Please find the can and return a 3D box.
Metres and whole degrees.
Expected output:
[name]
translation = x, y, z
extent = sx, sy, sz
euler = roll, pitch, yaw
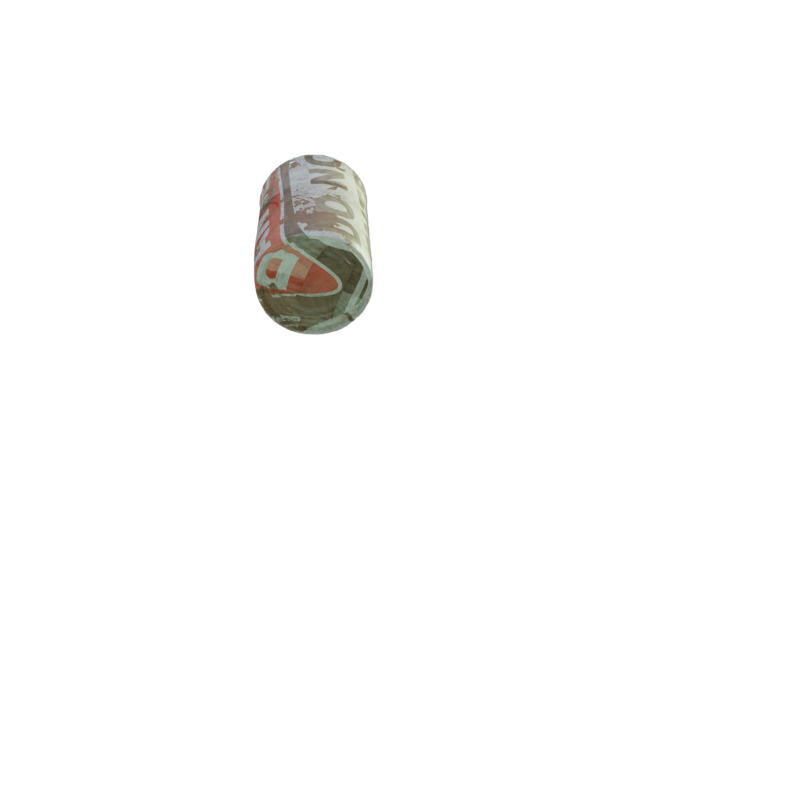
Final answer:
[can]
translation = -0.051, -0.094, 0.655
extent = 0.068, 0.064, 0.109
euler = -1, 34, -3
